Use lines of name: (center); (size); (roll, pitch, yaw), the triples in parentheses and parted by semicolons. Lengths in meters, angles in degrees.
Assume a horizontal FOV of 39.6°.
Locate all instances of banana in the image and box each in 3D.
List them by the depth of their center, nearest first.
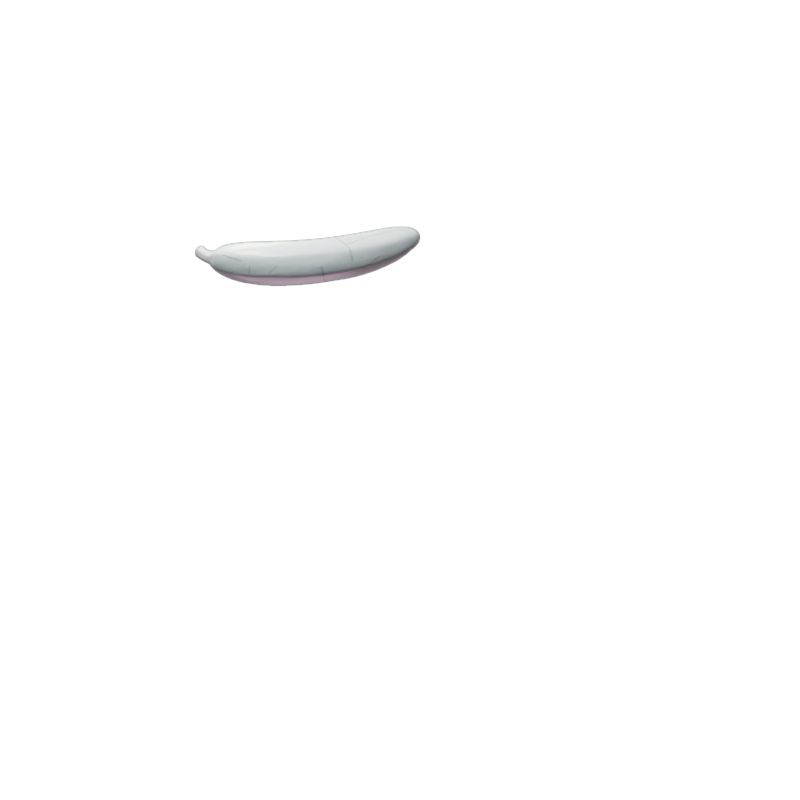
banana: (-0.076, -0.125, 0.945); (0.196, 0.034, 0.075); (-4, 36, -5)
